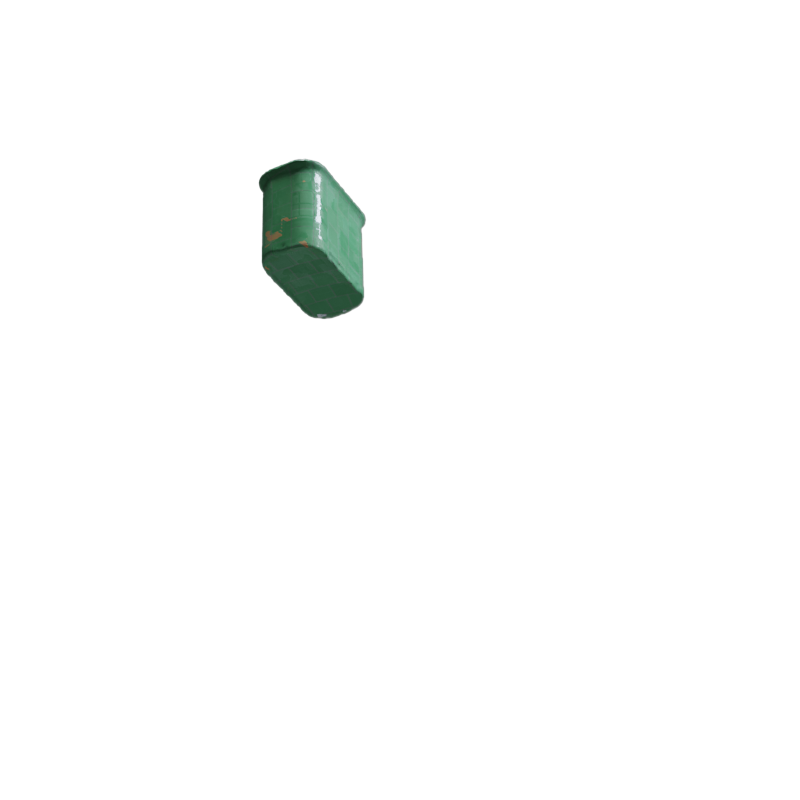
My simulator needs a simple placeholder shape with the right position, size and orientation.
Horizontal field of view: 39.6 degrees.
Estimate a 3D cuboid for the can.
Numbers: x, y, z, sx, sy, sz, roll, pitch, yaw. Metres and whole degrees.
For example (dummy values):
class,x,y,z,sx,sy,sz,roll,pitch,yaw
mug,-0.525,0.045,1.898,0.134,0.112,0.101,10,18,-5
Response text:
class,x,y,z,sx,sy,sz,roll,pitch,yaw
can,-0.068,-0.124,0.869,0.058,0.090,0.094,-18,-37,22
